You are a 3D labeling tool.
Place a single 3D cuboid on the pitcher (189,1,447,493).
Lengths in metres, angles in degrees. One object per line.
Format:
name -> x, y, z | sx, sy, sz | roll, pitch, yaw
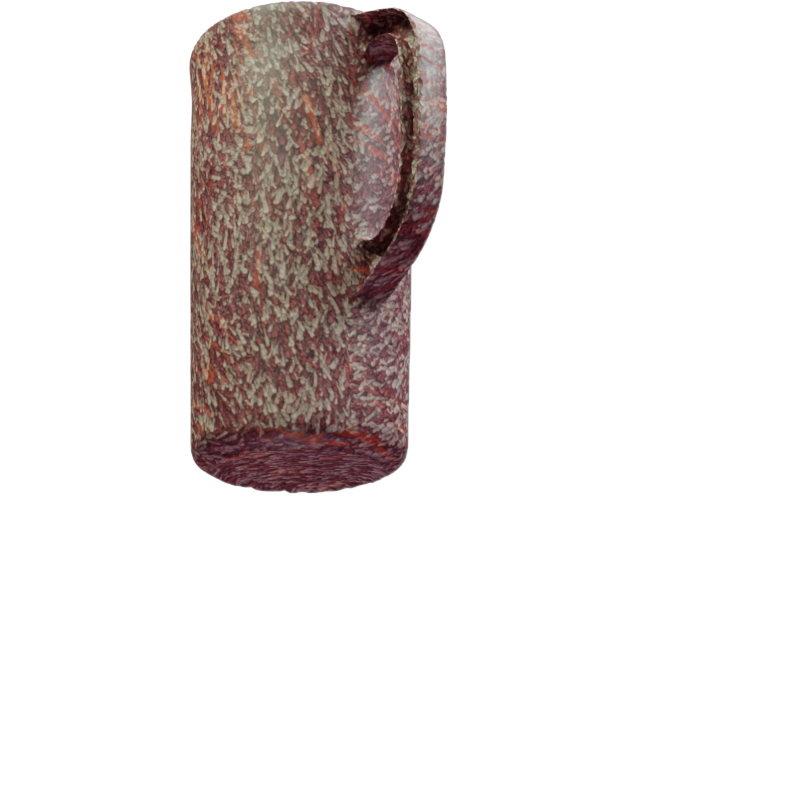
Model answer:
pitcher -> -0.046, -0.084, 0.588 | 0.145, 0.256, 0.141 | -3, -23, 2
